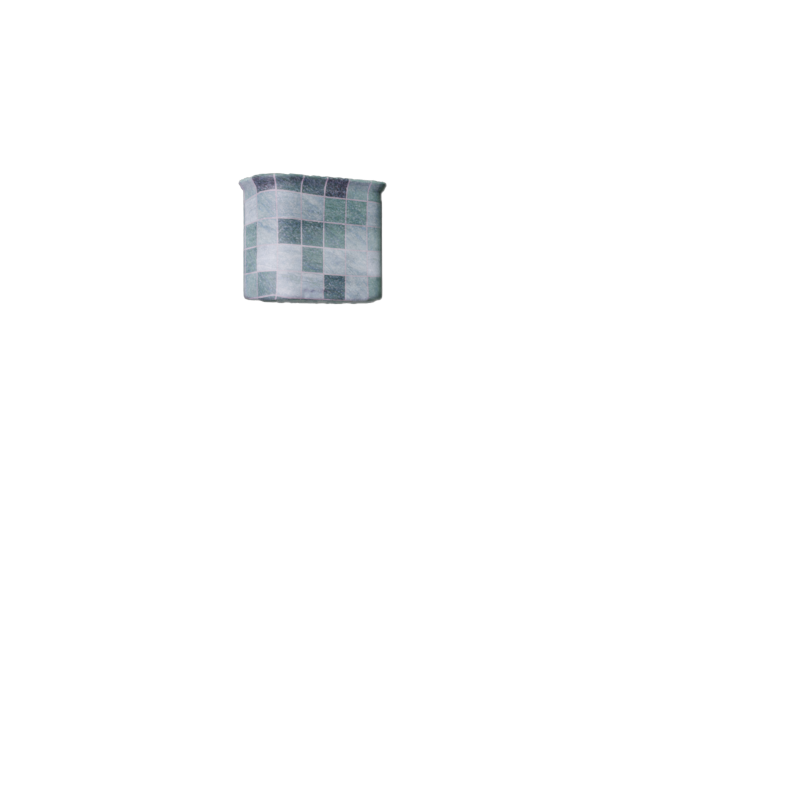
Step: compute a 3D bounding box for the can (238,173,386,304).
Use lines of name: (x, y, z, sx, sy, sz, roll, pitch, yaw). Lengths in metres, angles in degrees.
can: (-0.060, -0.109, 0.767, 0.098, 0.085, 0.059, 0, -3, -32)
